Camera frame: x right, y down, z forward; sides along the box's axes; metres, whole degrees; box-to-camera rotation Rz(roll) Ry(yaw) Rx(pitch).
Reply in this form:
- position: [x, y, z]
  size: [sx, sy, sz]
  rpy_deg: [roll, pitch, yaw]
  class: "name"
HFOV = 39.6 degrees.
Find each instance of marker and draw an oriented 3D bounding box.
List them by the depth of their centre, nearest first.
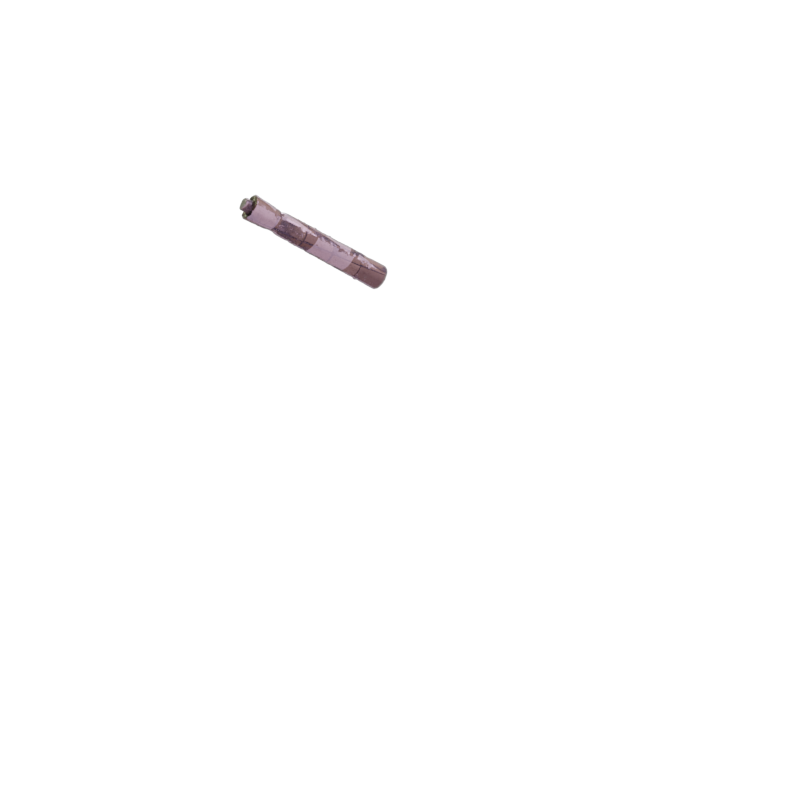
- position: [-0.061, -0.112, 0.783]
  size: [0.115, 0.020, 0.020]
  rpy_deg: [26, -9, -26]
  class: "marker"
